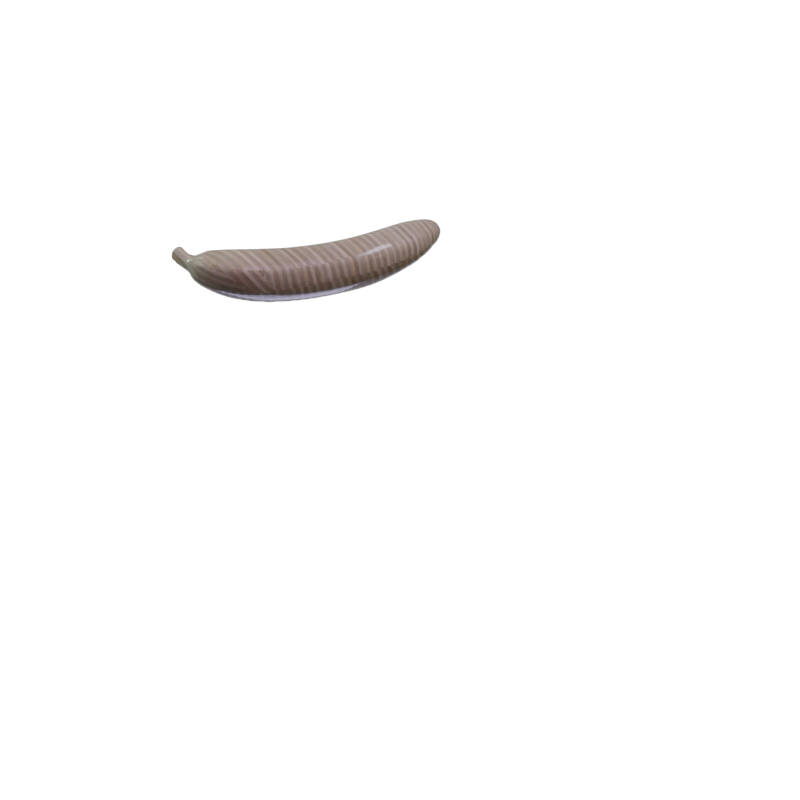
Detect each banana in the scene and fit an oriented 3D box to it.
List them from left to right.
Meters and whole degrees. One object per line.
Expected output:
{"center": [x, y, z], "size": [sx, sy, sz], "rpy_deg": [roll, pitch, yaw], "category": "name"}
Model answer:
{"center": [-0.063, -0.101, 0.788], "size": [0.196, 0.034, 0.075], "rpy_deg": [-5, 44, -5], "category": "banana"}
